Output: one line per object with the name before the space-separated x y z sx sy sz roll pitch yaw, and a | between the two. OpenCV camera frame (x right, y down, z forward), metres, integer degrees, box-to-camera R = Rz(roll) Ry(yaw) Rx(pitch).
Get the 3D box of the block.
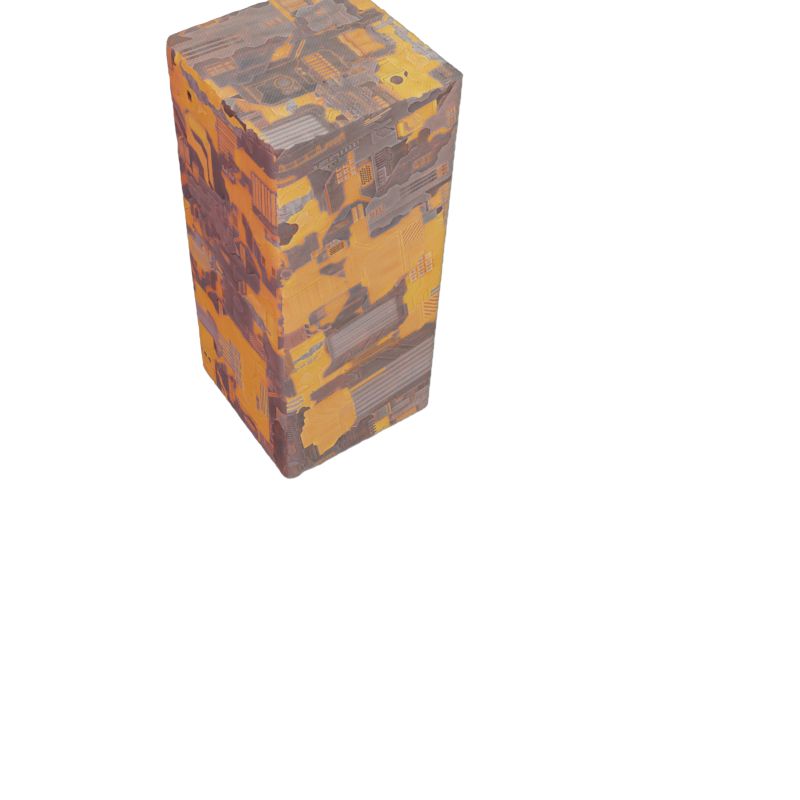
block | -0.041 -0.073 0.509 0.090 0.192 0.098 -26 55 -24
